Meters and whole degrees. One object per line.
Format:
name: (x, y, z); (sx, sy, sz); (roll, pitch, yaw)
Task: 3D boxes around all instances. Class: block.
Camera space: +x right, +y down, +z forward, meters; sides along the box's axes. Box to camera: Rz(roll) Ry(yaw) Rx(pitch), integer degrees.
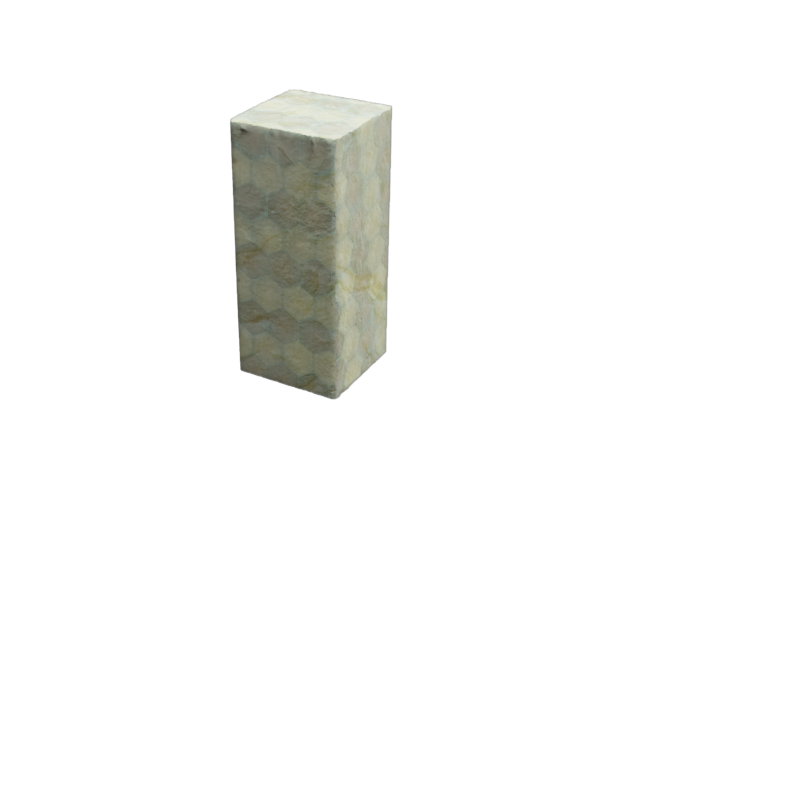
block: (-0.066, -0.120, 0.839); (0.095, 0.195, 0.091); (15, 30, 24)
